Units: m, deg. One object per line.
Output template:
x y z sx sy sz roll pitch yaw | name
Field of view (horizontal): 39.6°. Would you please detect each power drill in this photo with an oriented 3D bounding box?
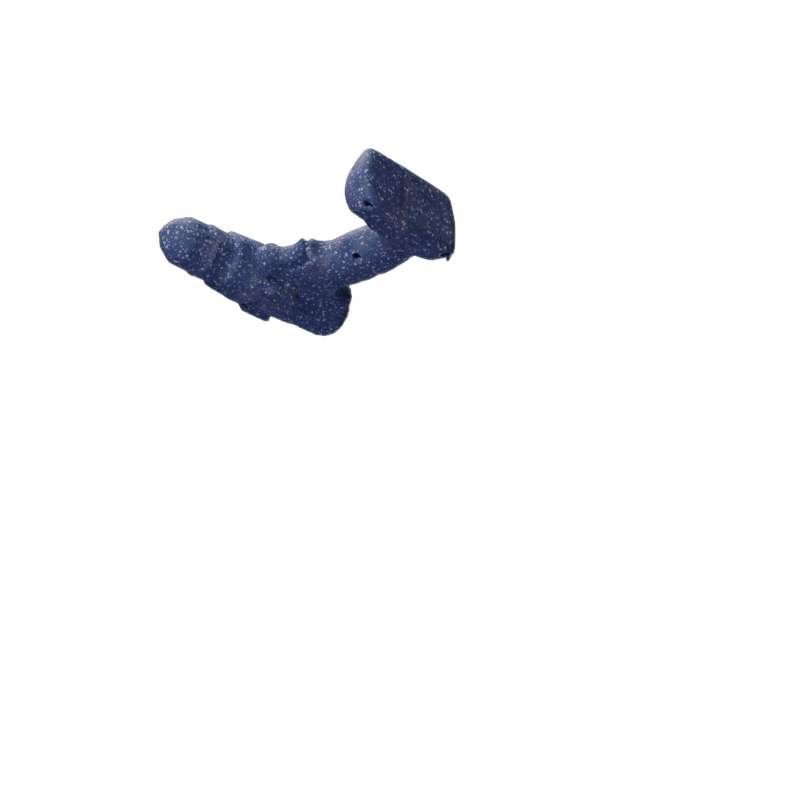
-0.067 -0.122 0.854 0.188 0.061 0.173 -23 -34 39 | power drill
